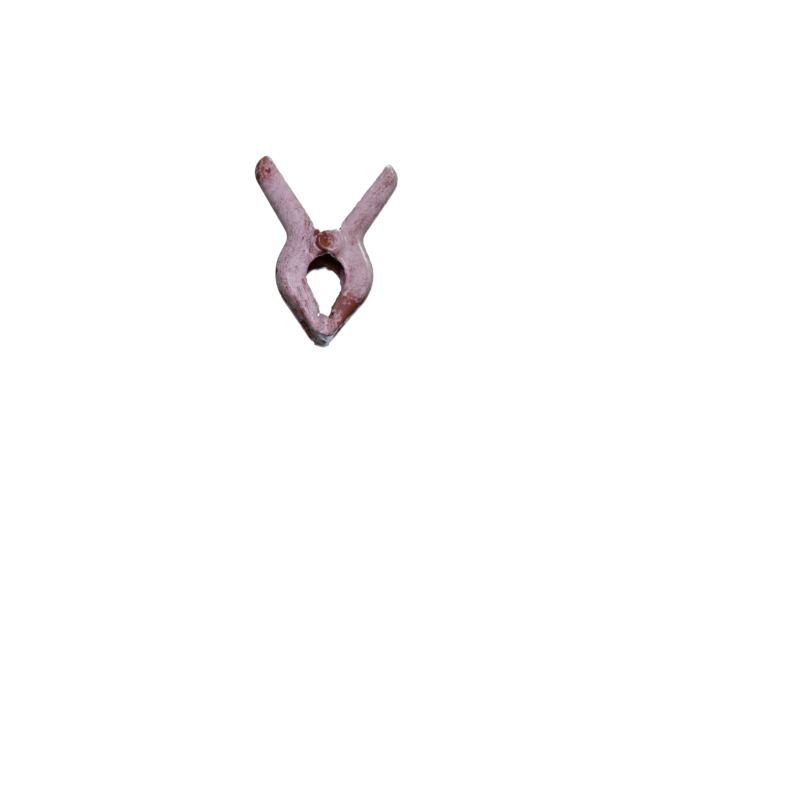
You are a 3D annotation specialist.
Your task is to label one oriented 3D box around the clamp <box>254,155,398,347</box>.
[{"bbox_3d":[-0.071,-0.130,0.909,0.121,0.181,0.037,7,-29,4],"label":"clamp"}]
